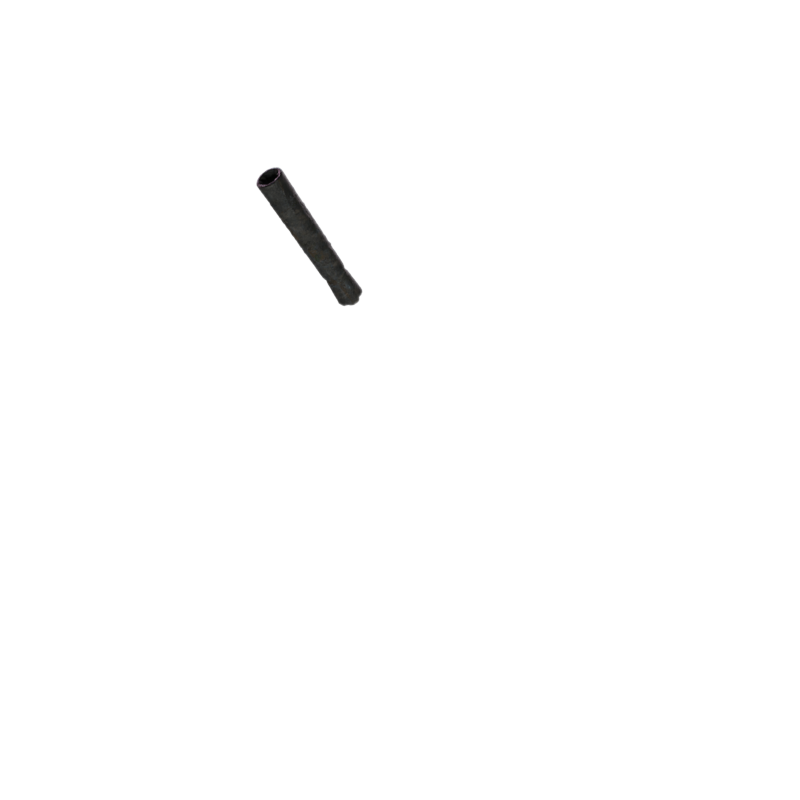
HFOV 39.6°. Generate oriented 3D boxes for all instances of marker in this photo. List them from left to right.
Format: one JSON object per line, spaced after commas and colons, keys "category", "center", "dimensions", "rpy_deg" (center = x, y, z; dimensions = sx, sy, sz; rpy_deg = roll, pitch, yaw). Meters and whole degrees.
{"category": "marker", "center": [-0.057, -0.104, 0.730], "dimensions": [0.020, 0.020, 0.112], "rpy_deg": [2, -38, 38]}
